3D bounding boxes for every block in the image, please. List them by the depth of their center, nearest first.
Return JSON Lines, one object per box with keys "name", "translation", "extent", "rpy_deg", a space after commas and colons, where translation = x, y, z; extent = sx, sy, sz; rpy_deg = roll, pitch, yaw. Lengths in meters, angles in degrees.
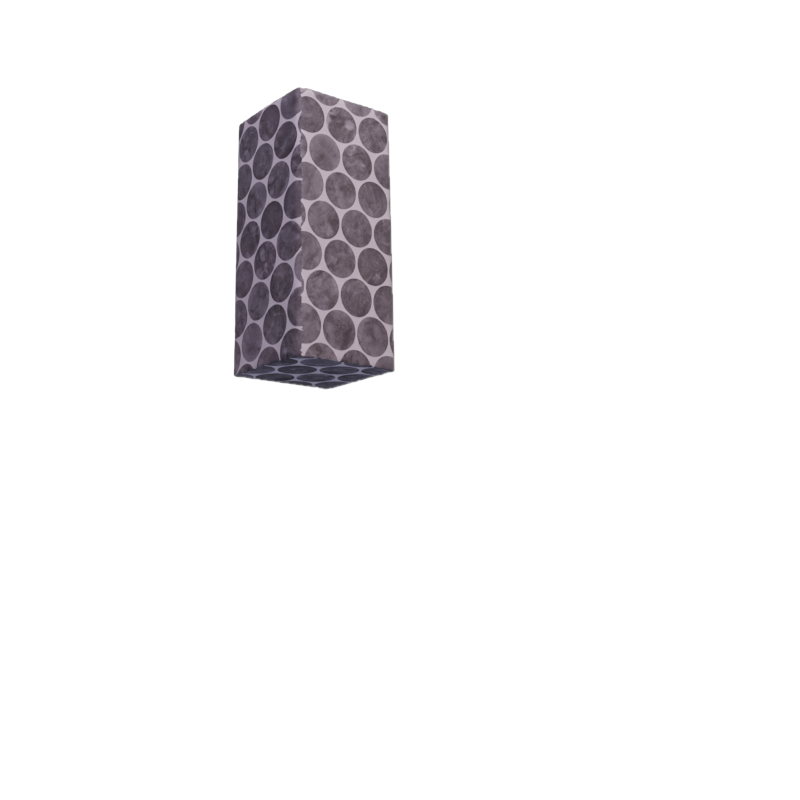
{"name": "block", "translation": [-0.067, -0.122, 0.853], "extent": [0.086, 0.215, 0.091], "rpy_deg": [12, -21, -36]}
